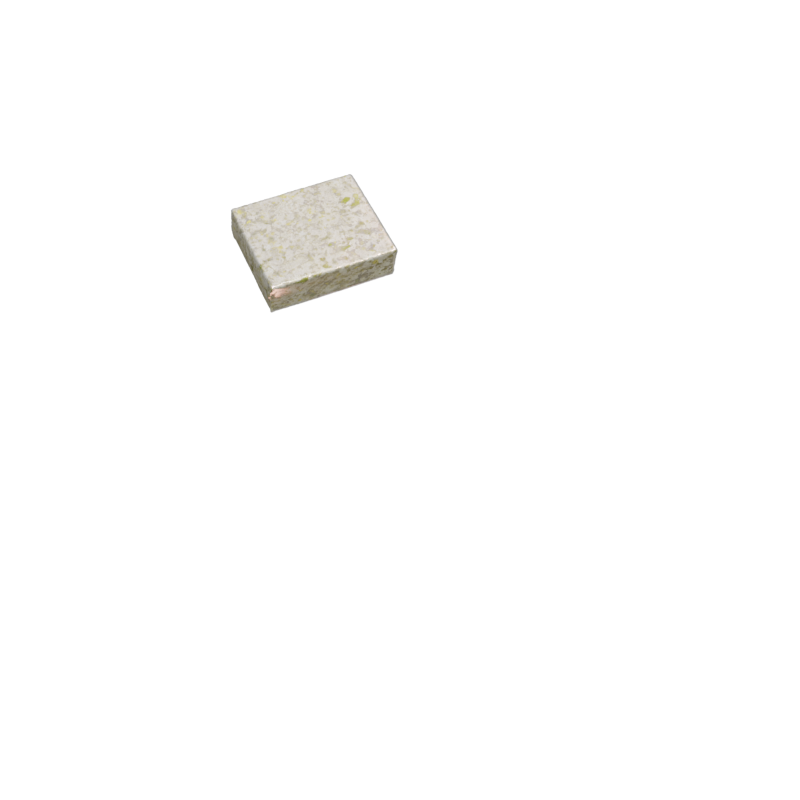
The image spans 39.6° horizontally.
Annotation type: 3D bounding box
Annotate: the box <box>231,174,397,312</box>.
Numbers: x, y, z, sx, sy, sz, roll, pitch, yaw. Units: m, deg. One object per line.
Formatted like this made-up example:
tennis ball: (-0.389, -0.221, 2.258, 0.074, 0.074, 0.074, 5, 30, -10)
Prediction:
box: (-0.071, -0.130, 0.910, 0.113, 0.097, 0.036, -21, -33, -15)
